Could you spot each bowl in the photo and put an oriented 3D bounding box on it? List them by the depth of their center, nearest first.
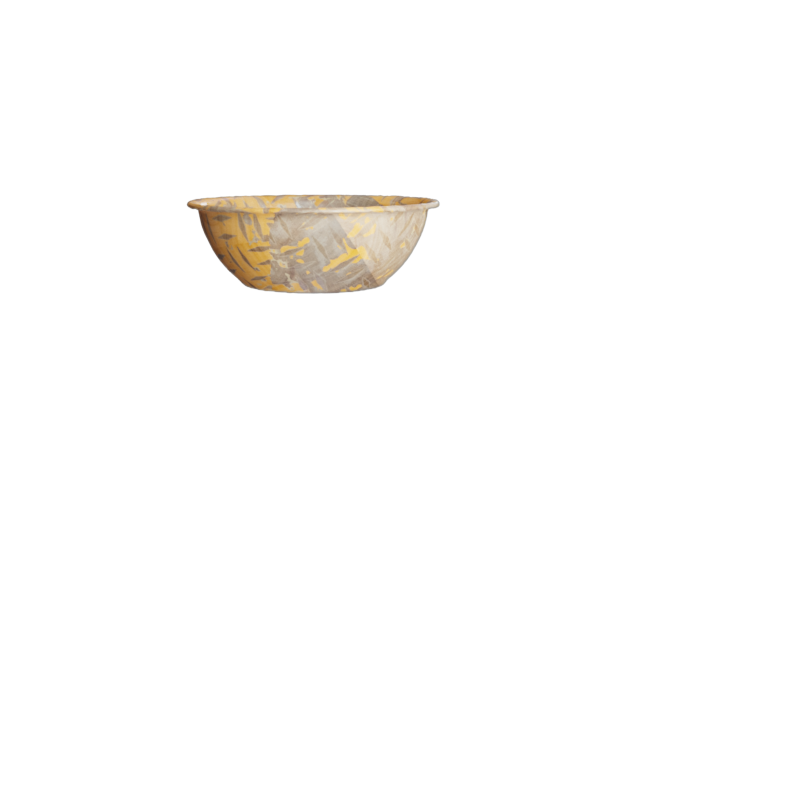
[{"bbox_3d":[-0.056,-0.102,0.712,0.162,0.054,0.166,0,13,-2],"label":"bowl"}]
